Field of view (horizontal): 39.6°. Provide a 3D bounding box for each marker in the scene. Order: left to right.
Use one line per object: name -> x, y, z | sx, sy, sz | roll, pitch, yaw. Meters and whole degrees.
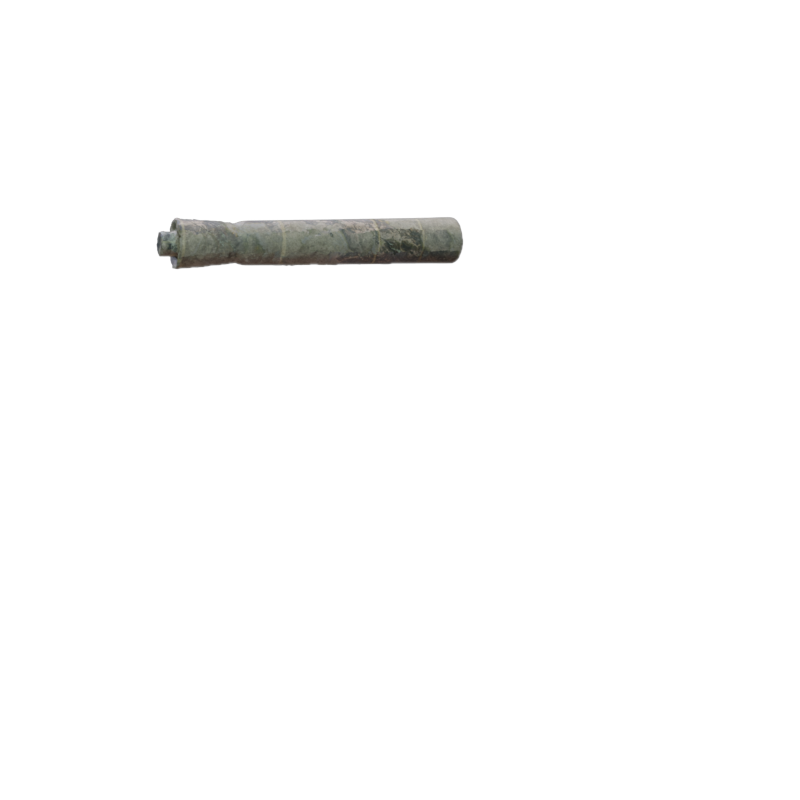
marker -> -0.033, -0.061, 0.426 | 0.118, 0.020, 0.020 | -4, 5, -22
